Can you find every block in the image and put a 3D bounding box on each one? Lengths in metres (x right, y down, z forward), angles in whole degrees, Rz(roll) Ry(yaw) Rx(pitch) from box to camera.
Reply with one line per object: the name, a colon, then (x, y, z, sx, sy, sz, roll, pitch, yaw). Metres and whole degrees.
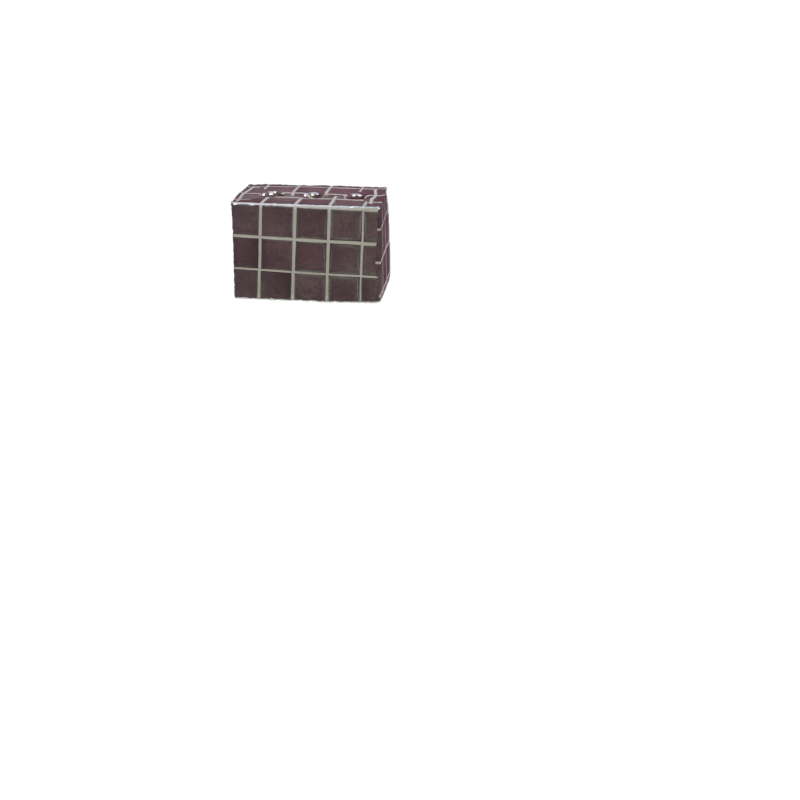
block: (-0.045, -0.083, 0.578, 0.079, 0.049, 0.054, 2, 17, 6)
